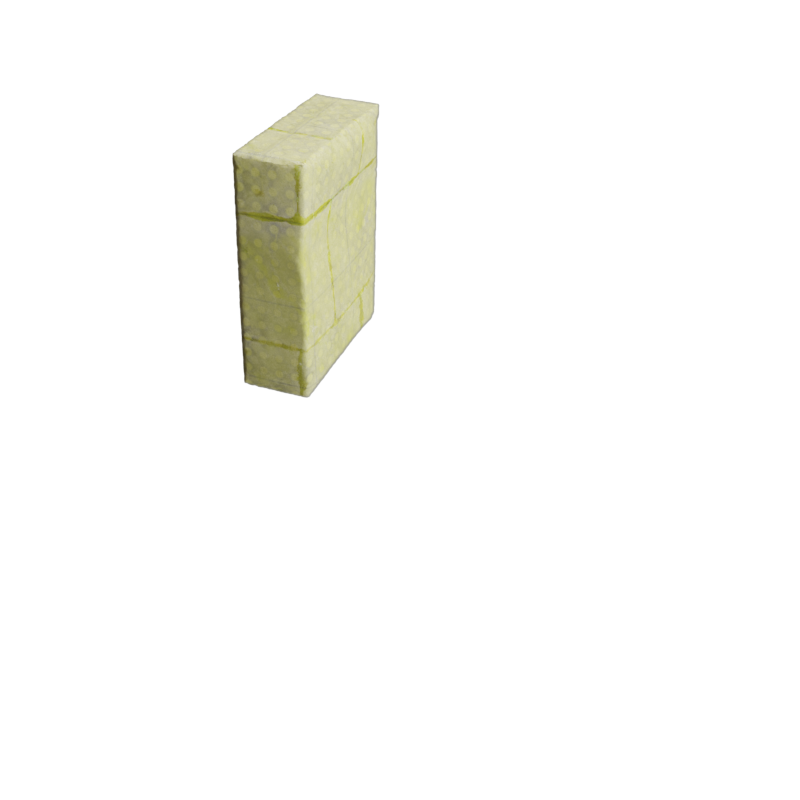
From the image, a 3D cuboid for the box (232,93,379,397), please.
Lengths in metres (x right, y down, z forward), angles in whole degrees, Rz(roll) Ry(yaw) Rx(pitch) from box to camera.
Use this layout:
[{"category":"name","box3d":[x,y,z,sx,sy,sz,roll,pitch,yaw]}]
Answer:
[{"category":"box","box3d":[-0.075,-0.137,0.959,0.074,0.202,0.169,11,31,17]}]
